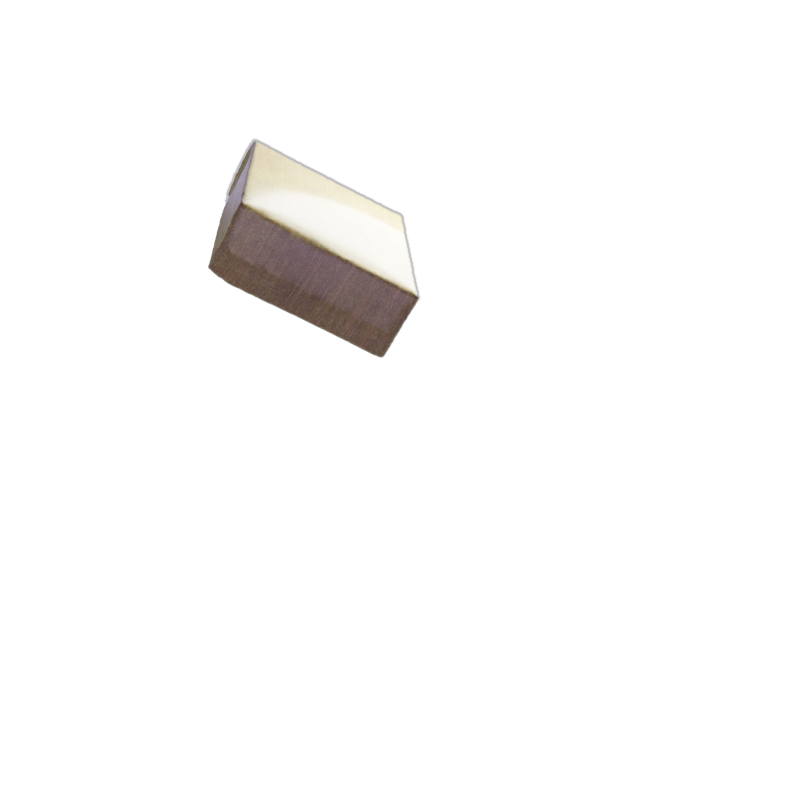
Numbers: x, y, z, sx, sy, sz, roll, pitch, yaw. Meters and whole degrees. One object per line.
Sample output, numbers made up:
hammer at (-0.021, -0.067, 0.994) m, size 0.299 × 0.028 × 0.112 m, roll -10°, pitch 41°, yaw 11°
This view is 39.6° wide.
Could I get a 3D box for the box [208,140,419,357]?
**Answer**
box at (-0.076, -0.139, 0.973) m, size 0.160 × 0.070 × 0.225 m, roll 25°, pitch 21°, yaw -13°
